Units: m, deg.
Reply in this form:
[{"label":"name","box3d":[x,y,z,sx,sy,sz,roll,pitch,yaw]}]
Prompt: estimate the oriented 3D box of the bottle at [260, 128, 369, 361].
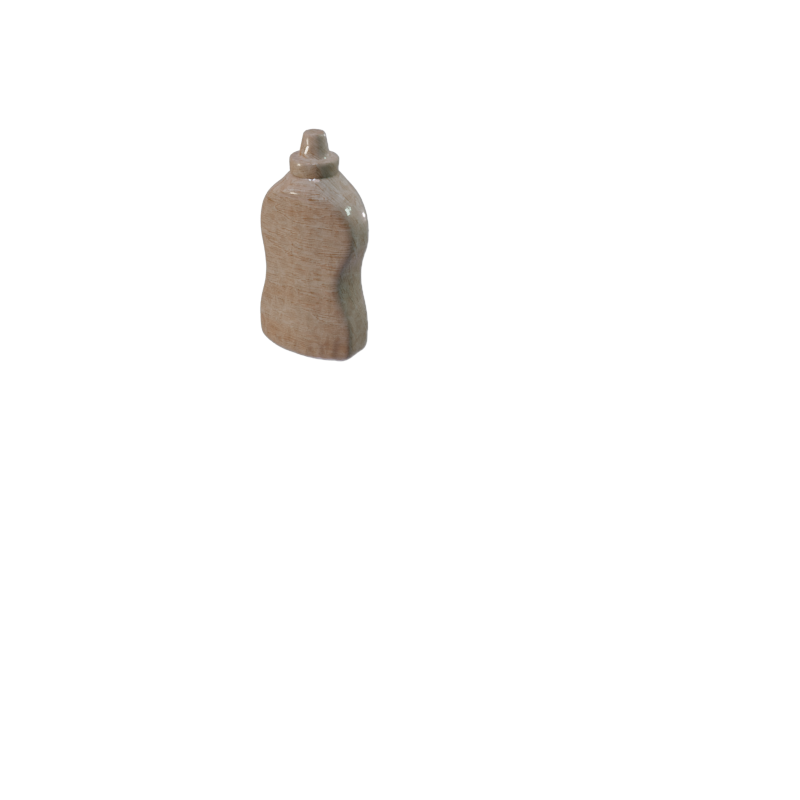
[{"label":"bottle","box3d":[-0.072,-0.133,0.929,0.101,0.182,0.058,18,29,31]}]
